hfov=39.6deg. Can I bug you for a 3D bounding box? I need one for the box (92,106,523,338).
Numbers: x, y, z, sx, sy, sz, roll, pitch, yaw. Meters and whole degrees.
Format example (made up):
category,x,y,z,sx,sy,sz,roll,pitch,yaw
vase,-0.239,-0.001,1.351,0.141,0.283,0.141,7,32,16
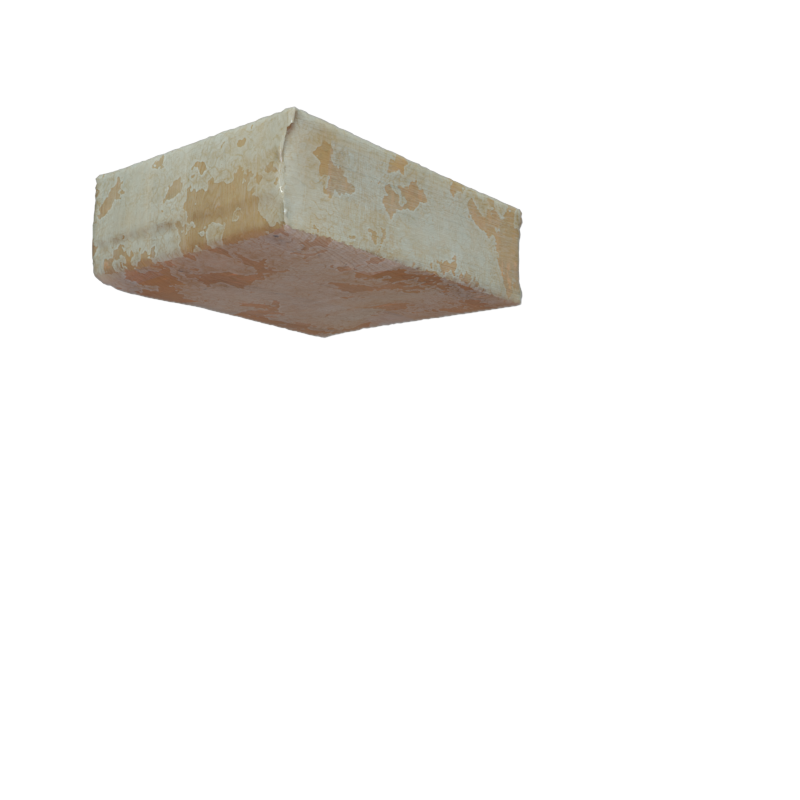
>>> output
category,x,y,z,sx,sy,sz,roll,pitch,yaw
box,-0.028,-0.051,0.357,0.092,0.040,0.107,-8,-12,40
